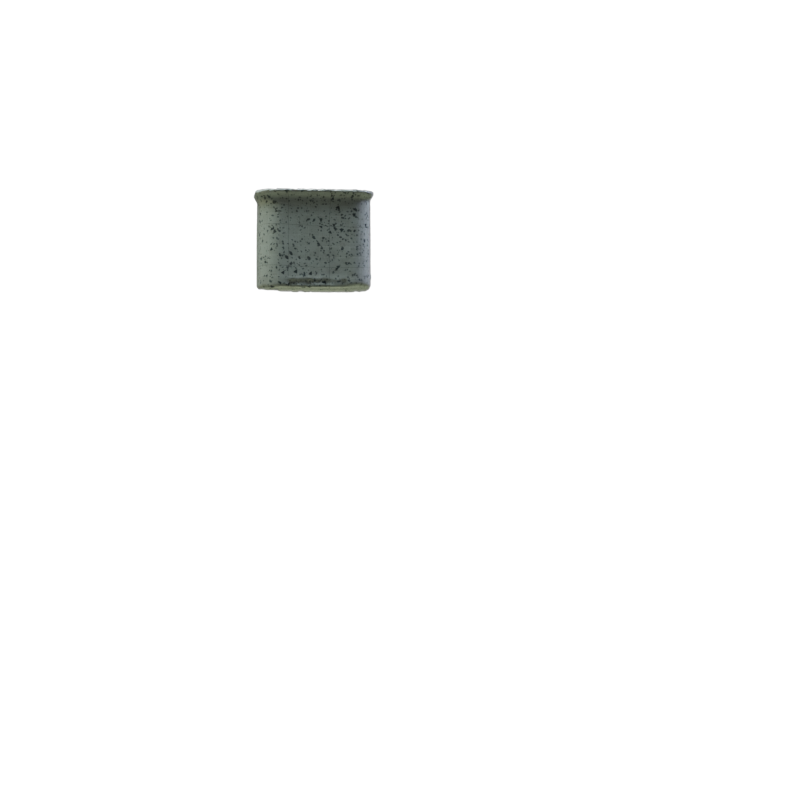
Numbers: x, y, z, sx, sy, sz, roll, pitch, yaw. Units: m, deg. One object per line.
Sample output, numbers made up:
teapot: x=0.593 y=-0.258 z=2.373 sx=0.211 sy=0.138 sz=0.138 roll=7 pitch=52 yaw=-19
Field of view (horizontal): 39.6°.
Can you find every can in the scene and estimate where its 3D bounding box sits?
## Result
can: x=-0.075 y=-0.136 z=0.952 sx=0.101 sy=0.085 sz=0.057 roll=0 pitch=-4 yaw=-8
